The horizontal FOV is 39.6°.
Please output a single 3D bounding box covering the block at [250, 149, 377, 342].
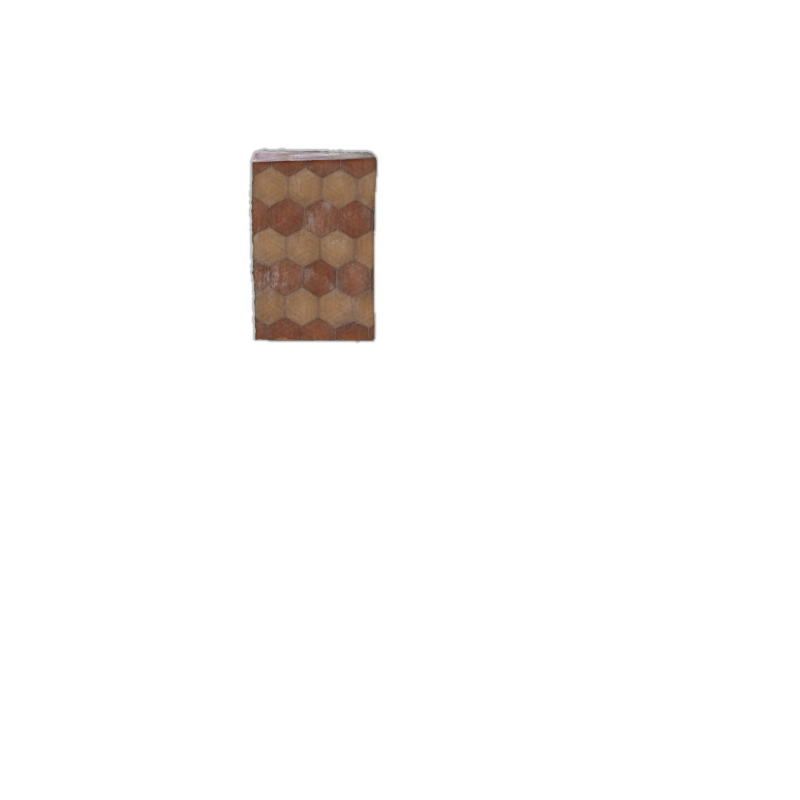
[{"bbox_3d":[-0.037,-0.068,0.477,0.053,0.076,0.053,1,13,-2],"label":"block"}]
